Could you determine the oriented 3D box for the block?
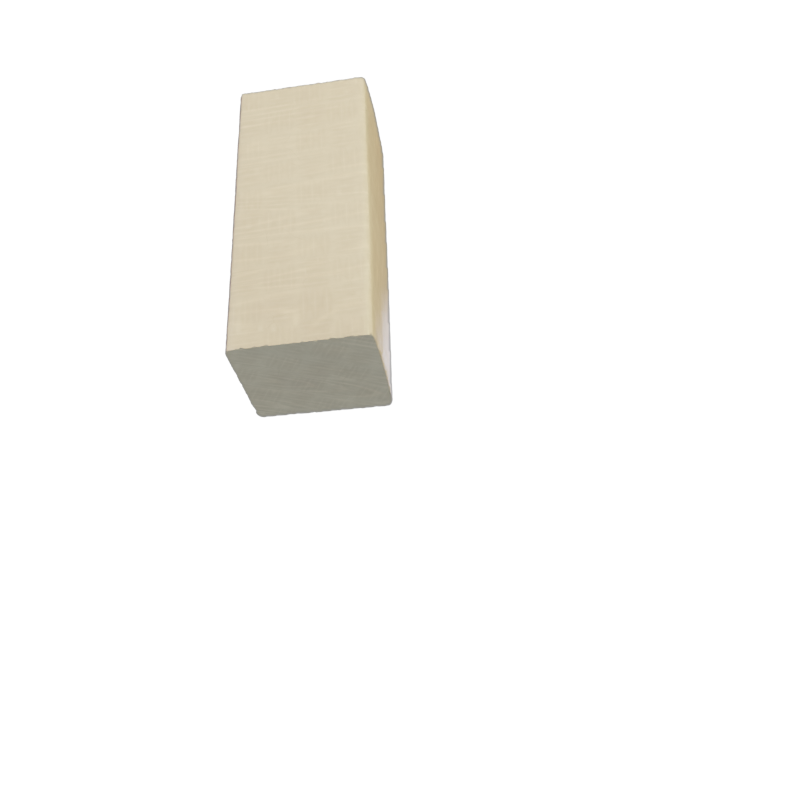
[{"bbox_3d":[-0.057,-0.105,0.734,0.091,0.220,0.084,-7,-33,7],"label":"block"}]
